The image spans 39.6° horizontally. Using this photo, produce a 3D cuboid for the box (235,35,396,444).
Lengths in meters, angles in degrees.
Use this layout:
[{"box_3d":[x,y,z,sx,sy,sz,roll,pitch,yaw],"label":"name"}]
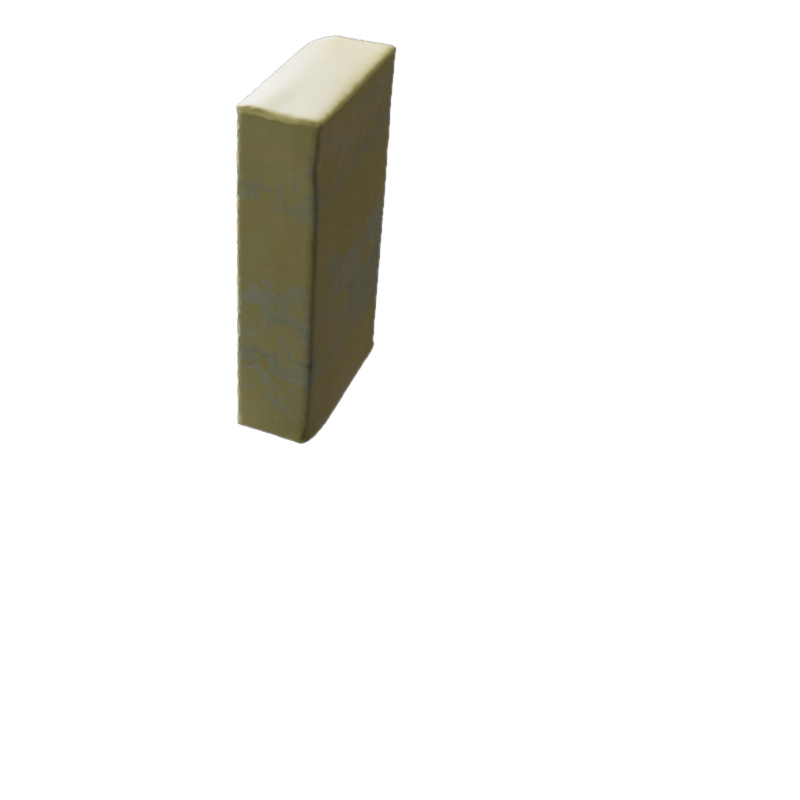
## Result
[{"box_3d":[-0.042,-0.076,0.529,0.049,0.165,0.096,13,36,15],"label":"box"}]
